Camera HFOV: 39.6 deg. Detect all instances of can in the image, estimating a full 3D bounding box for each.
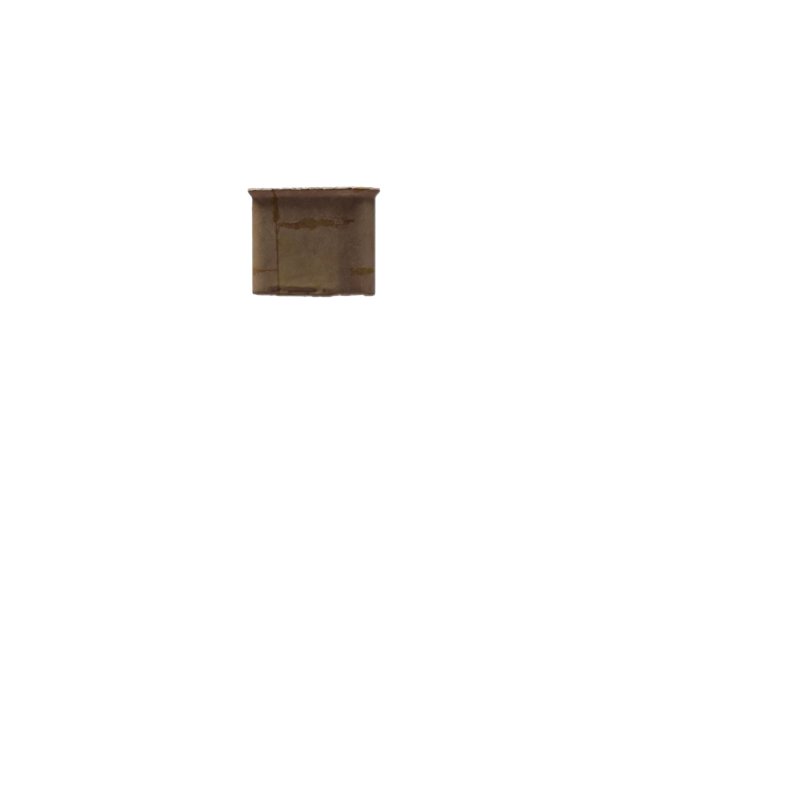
[{"bbox_3d":[-0.068,-0.123,0.865,0.105,0.083,0.056,2,4,25],"label":"can"}]
